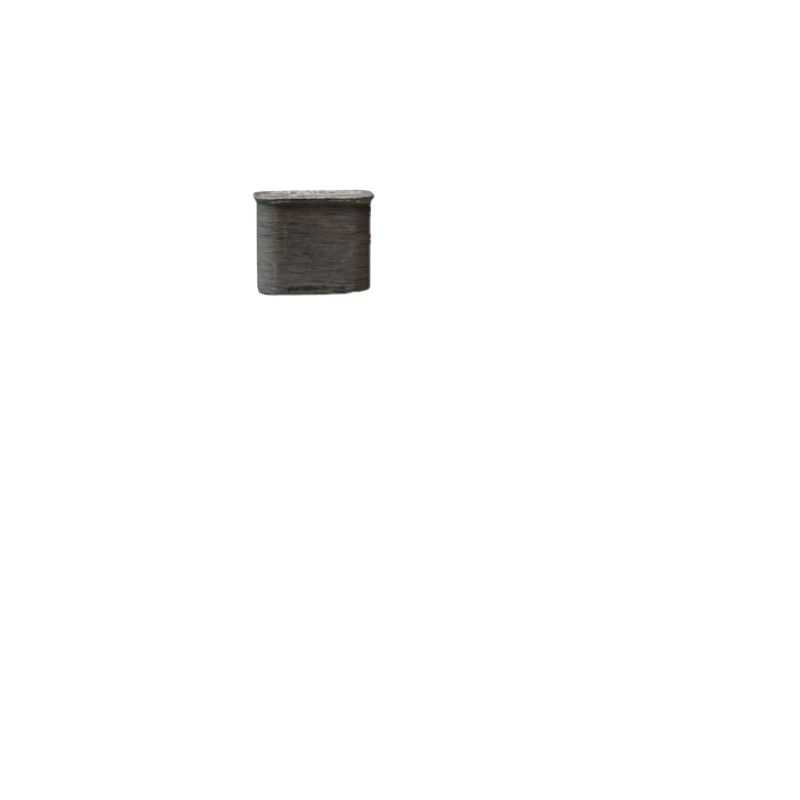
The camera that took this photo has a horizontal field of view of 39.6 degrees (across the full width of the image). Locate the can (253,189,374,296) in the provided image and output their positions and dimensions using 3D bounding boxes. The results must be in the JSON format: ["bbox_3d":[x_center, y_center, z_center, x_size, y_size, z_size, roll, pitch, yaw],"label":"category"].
[{"bbox_3d":[-0.074,-0.135,0.945,0.101,0.082,0.059,-1,11,-6],"label":"can"}]
